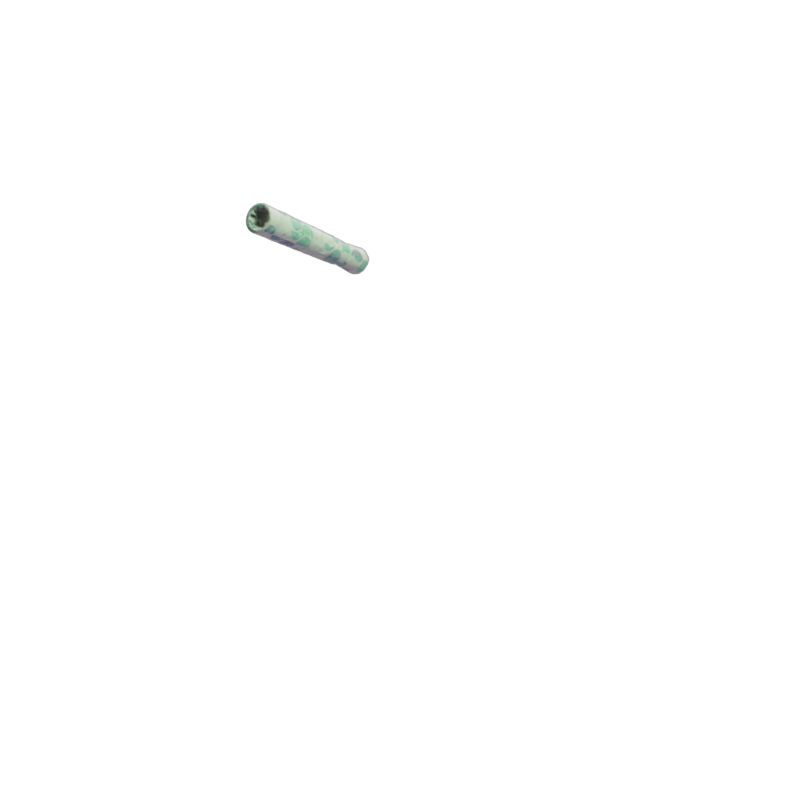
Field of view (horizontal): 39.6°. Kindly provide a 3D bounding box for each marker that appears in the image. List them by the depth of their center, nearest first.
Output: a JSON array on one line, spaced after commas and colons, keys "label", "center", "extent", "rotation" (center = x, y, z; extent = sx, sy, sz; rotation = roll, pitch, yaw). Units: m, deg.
[{"label": "marker", "center": [-0.055, -0.099, 0.697], "extent": [0.020, 0.020, 0.114], "rotation": [3, -6, 31]}]
